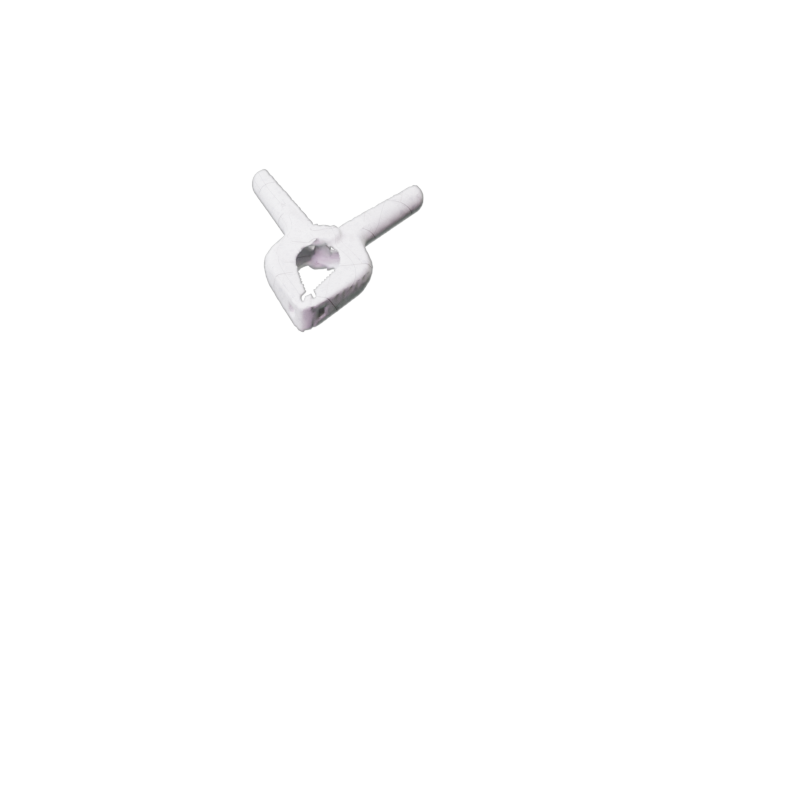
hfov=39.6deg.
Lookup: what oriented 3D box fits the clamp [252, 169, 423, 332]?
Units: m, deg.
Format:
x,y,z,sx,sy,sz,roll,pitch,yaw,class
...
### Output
x,y,z,sx,sy,sz,roll,pitch,yaw,class
-0.078,-0.143,0.998,0.168,0.034,0.221,9,43,10,clamp
